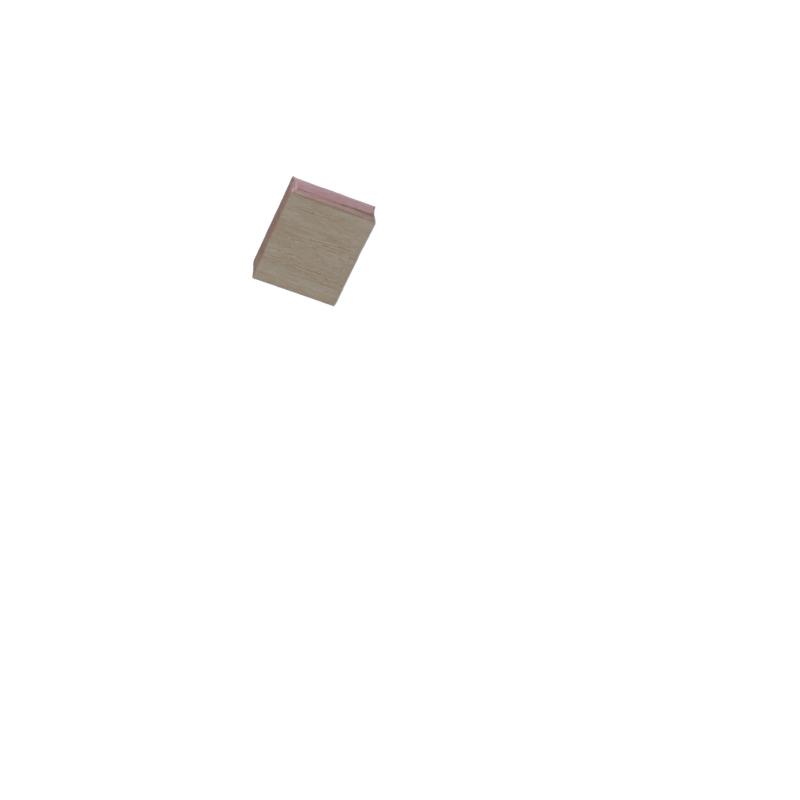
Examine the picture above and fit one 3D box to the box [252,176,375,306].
[{"bbox_3d":[-0.069,-0.127,0.888,0.071,0.086,0.032,20,31,-13],"label":"box"}]
